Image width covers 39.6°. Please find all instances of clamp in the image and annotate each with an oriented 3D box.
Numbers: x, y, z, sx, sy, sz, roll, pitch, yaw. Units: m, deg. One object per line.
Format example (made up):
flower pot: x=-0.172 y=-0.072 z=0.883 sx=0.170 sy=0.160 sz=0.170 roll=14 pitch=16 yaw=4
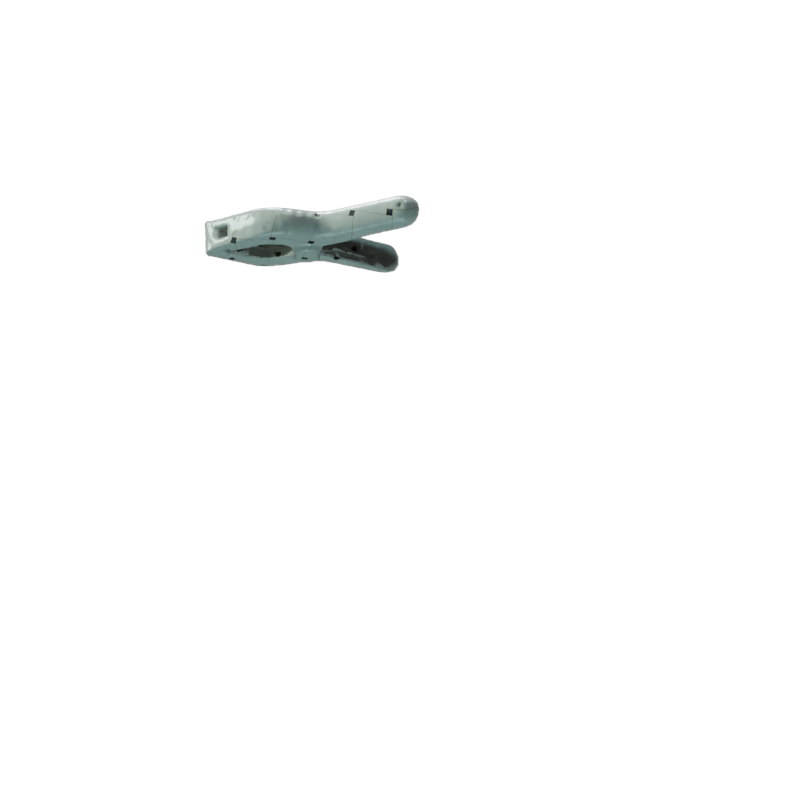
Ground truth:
clamp: x=-0.071 y=-0.130 z=0.907 sx=0.172 sy=0.041 sz=0.113 roll=-1 pitch=-22 yaw=3
